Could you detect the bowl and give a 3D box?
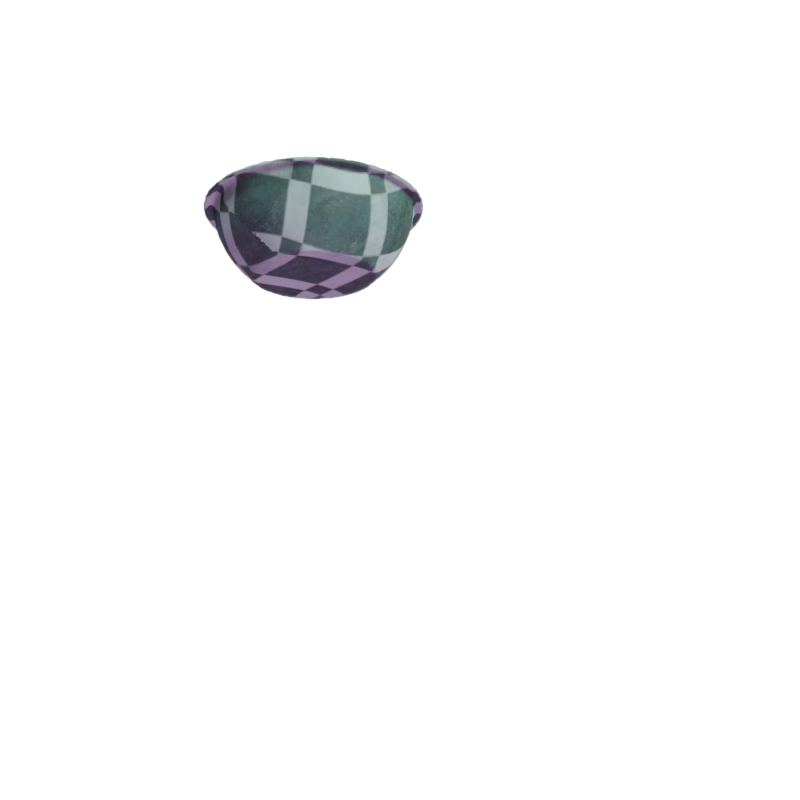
[{"bbox_3d":[-0.063,-0.115,0.805,0.162,0.058,0.155,0,-18,-2],"label":"bowl"}]
